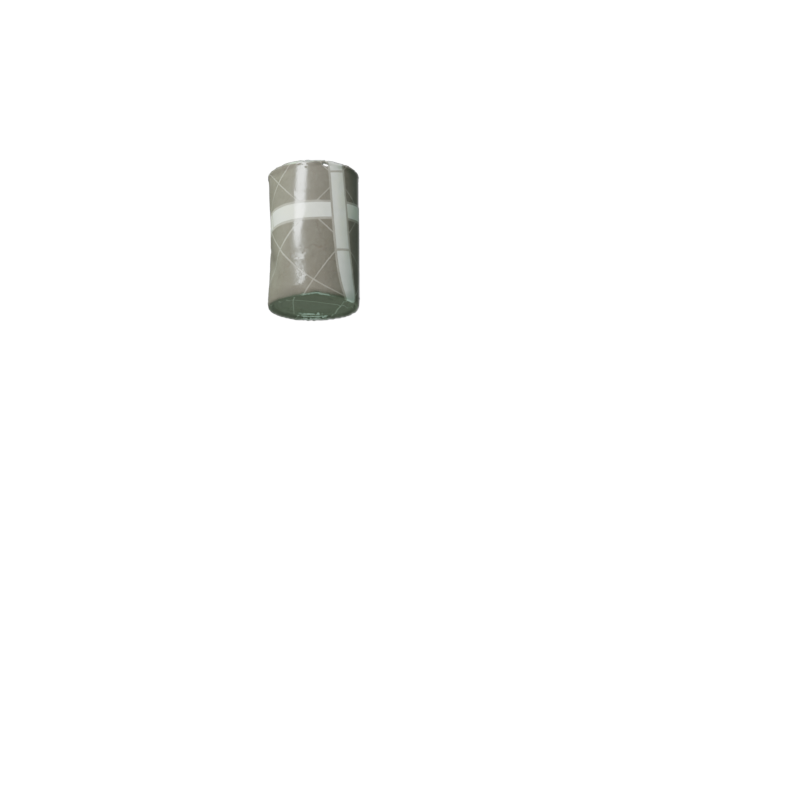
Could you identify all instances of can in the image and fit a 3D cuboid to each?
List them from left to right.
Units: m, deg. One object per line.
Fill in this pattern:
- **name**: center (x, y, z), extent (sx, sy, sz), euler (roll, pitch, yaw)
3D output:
- **can**: center (-0.063, -0.116, 0.809), extent (0.068, 0.107, 0.066), euler (0, -18, -2)
